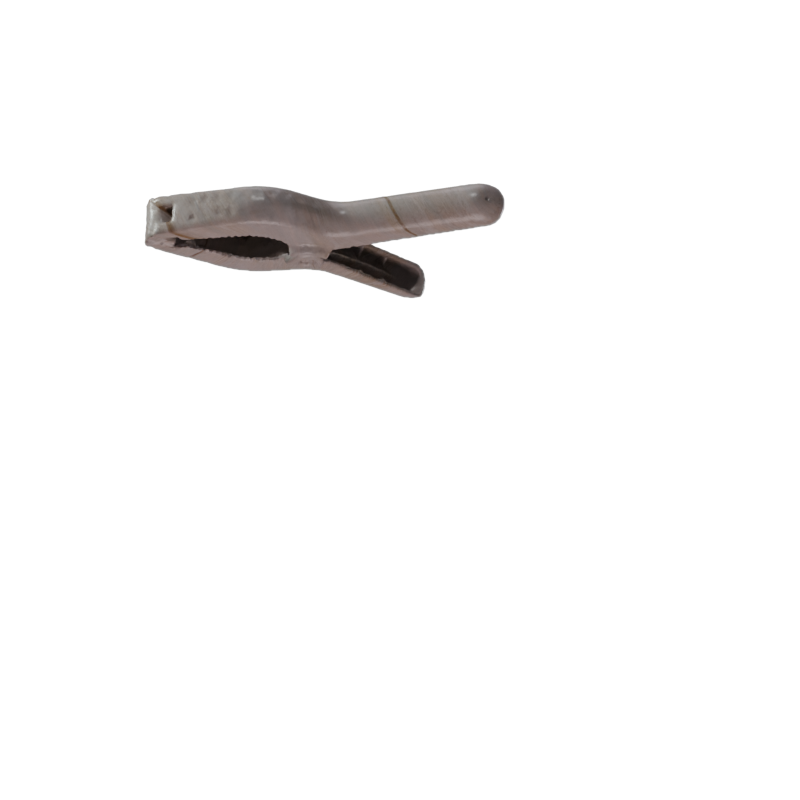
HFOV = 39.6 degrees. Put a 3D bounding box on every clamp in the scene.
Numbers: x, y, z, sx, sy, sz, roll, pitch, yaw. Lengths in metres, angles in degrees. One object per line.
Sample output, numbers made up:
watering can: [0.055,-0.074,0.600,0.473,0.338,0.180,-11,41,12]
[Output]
clamp: [-0.055,-0.101,0.707,0.208,0.038,0.159,2,-15,-7]
